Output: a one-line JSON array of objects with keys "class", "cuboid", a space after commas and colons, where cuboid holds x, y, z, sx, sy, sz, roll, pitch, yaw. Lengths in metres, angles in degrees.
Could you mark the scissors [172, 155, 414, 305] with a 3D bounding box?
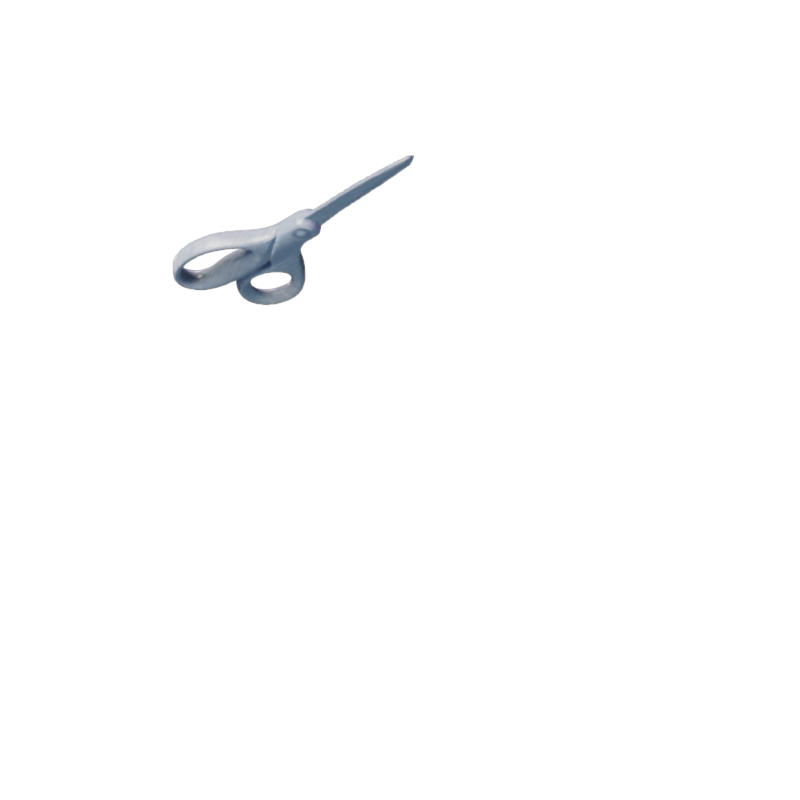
[{"class": "scissors", "cuboid": [-0.055, -0.100, 0.702, 0.204, 0.017, 0.089, -14, -27, 30]}]
